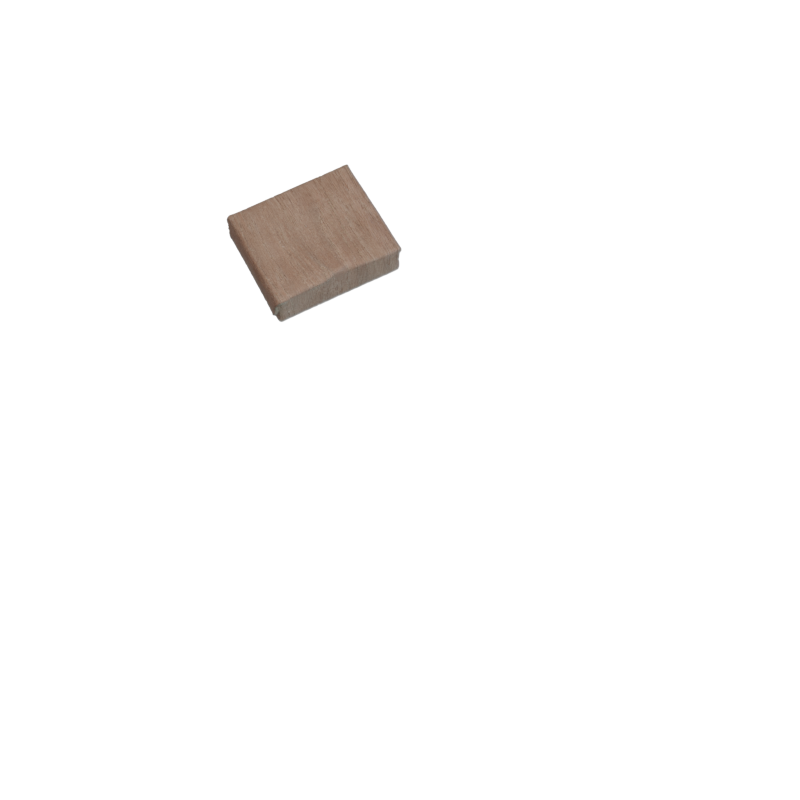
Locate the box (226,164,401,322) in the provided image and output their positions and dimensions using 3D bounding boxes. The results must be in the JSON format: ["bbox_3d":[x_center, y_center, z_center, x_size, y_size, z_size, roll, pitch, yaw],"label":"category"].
[{"bbox_3d":[-0.055,-0.101,0.705,0.089,0.078,0.028,-25,-26,-14],"label":"box"}]
